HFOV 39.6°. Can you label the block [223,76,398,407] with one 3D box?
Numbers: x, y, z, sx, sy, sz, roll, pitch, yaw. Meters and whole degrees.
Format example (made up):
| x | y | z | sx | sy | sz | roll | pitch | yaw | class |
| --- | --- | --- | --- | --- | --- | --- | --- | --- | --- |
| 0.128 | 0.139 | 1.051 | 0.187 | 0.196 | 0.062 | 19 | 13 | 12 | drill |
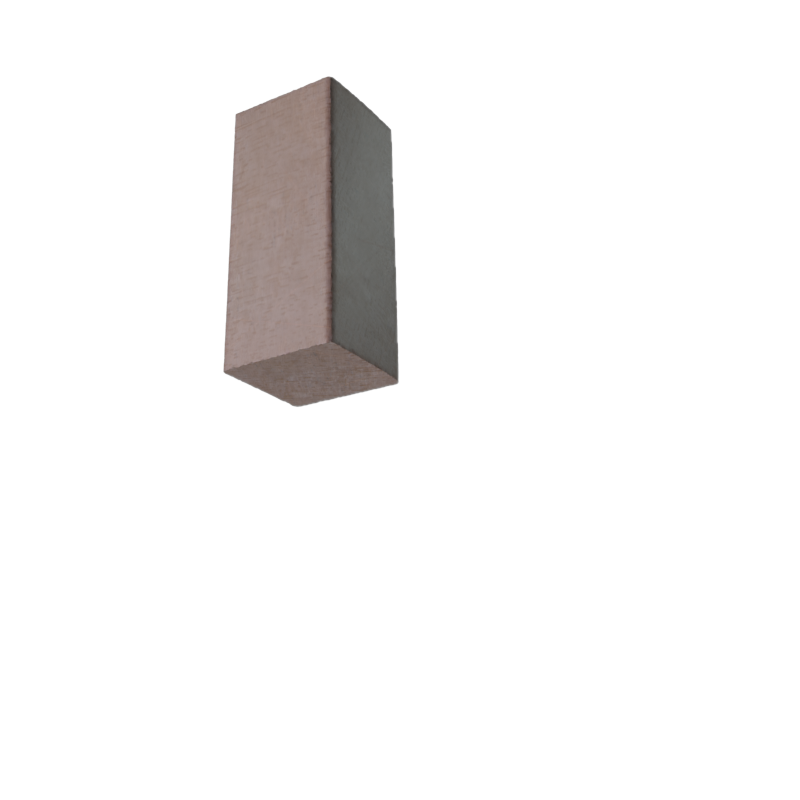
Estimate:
| x | y | z | sx | sy | sz | roll | pitch | yaw | class |
| --- | --- | --- | --- | --- | --- | --- | --- | --- | --- |
| -0.062 | -0.113 | 0.794 | 0.092 | 0.218 | 0.084 | -17 | -29 | 28 | block |
